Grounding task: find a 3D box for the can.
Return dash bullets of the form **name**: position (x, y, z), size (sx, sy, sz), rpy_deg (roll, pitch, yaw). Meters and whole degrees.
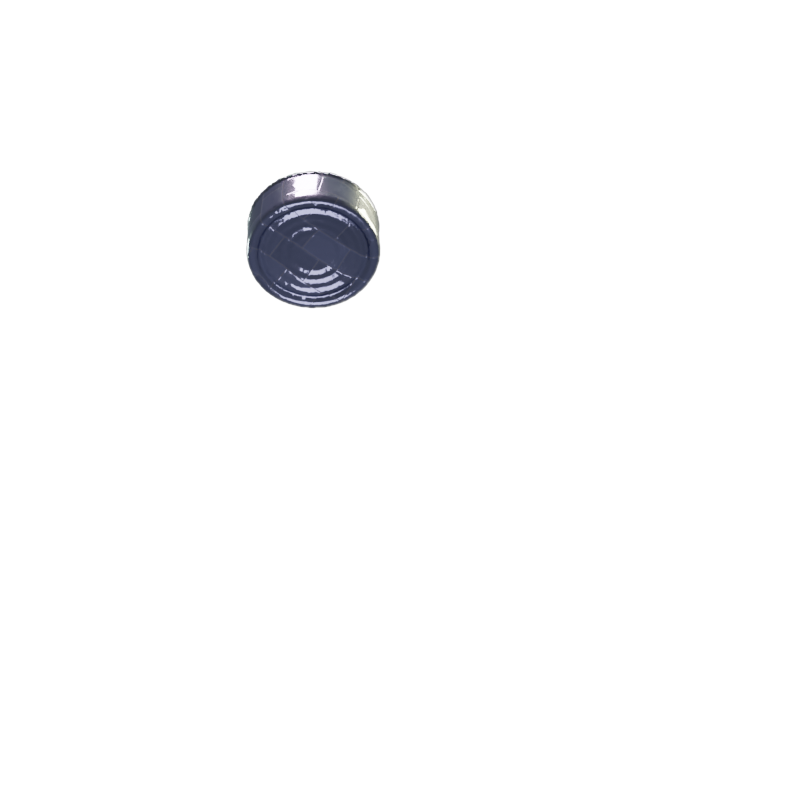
- **can**: position (-0.055, -0.101, 0.708), size (0.086, 0.080, 0.036), rpy_deg (1, 37, -1)
